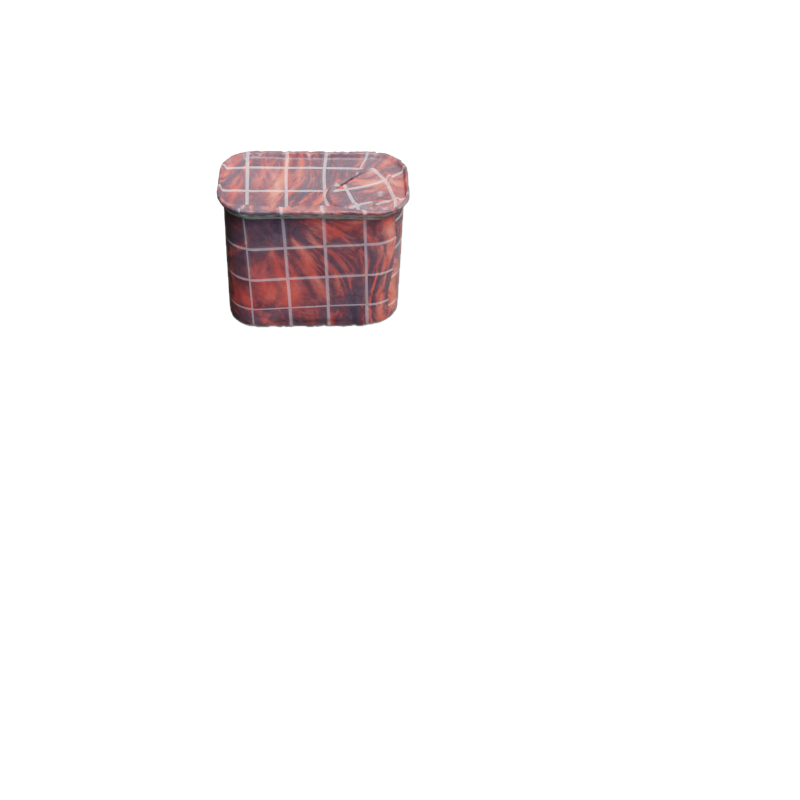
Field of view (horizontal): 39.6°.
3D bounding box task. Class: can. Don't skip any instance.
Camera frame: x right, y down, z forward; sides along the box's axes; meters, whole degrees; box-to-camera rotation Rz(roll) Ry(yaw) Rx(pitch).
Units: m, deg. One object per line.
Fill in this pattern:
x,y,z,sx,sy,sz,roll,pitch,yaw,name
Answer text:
-0.048,-0.088,0.615,0.102,0.078,0.062,0,41,-1,can
